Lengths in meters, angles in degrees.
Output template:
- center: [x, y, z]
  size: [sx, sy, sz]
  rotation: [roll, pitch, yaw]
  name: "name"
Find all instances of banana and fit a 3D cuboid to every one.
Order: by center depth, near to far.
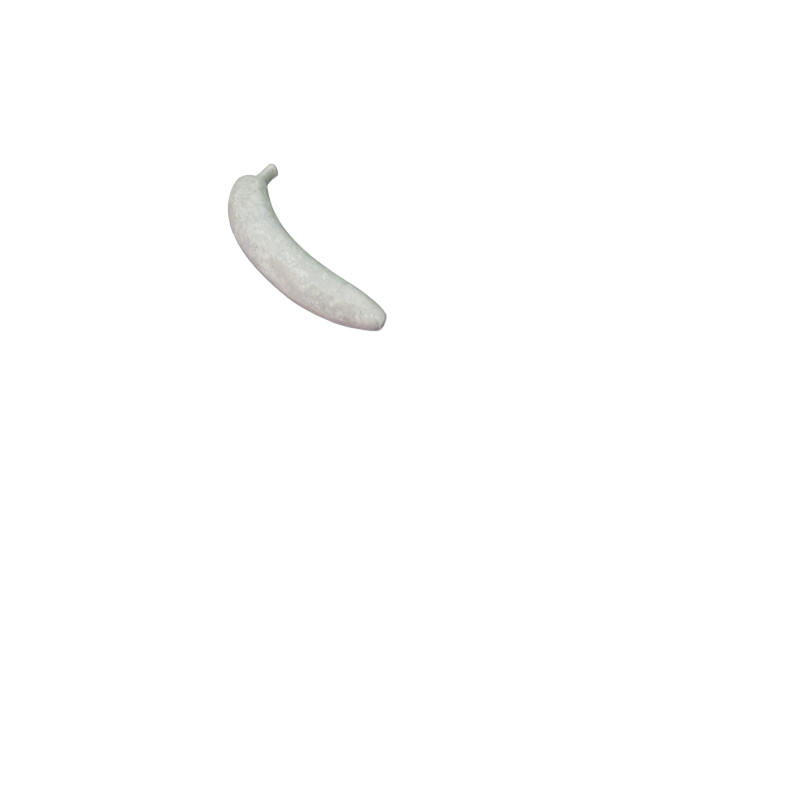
- center: [-0.086, -0.120, 0.868]
  size: [0.069, 0.213, 0.034]
  rotation: [-23, -35, -17]
  name: "banana"
